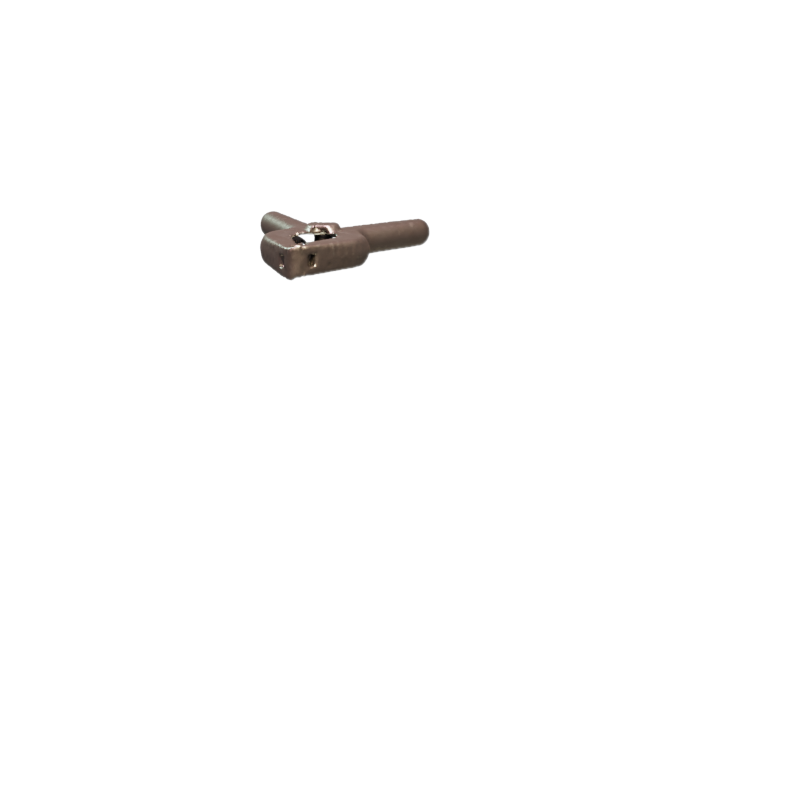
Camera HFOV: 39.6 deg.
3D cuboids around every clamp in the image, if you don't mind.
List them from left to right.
[{"bbox_3d":[-0.078,-0.142,0.993,0.169,0.035,0.211,5,18,17],"label":"clamp"}]
